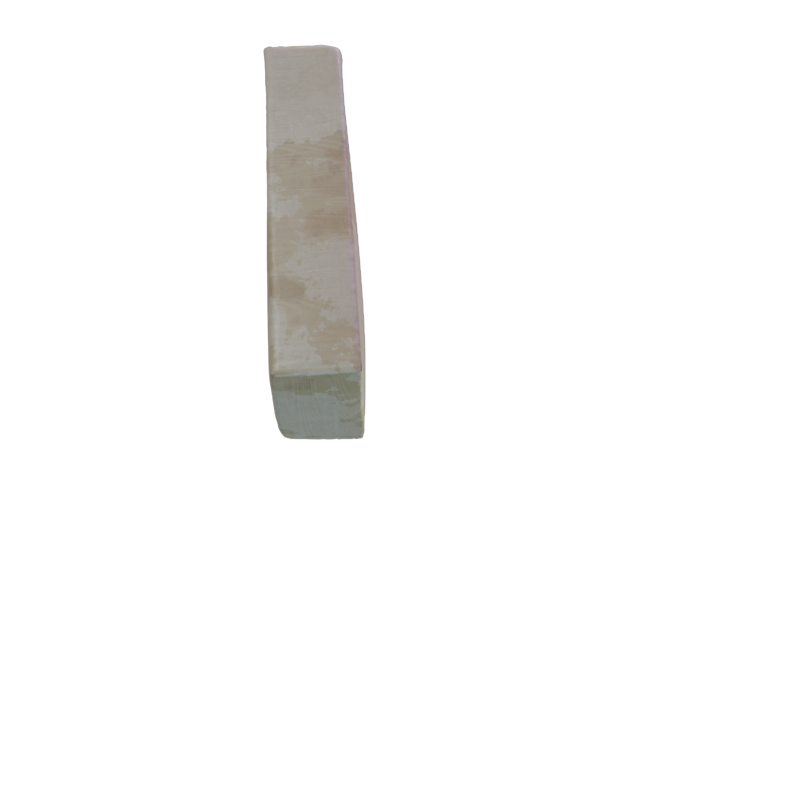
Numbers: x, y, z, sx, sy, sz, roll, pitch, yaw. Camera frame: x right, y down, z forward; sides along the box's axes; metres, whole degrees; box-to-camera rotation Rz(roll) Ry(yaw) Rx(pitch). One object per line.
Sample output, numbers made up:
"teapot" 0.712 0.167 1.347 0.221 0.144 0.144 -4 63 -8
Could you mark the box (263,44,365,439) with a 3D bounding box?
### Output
"box" -0.042 -0.078 0.546 0.048 0.187 0.088 -1 -25 -2
